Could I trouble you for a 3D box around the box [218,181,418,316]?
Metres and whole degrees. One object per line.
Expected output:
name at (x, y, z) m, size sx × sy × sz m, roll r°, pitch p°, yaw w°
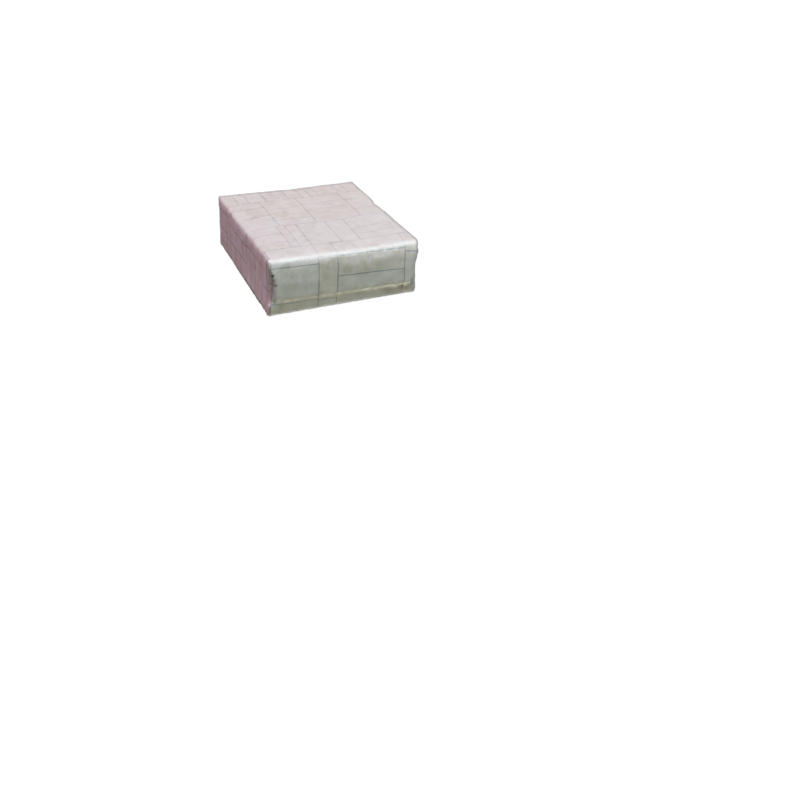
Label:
box at (-0.042, -0.076, 0.536) m, size 0.072 × 0.029 × 0.096 m, roll -10°, pitch 30°, yaw -18°
